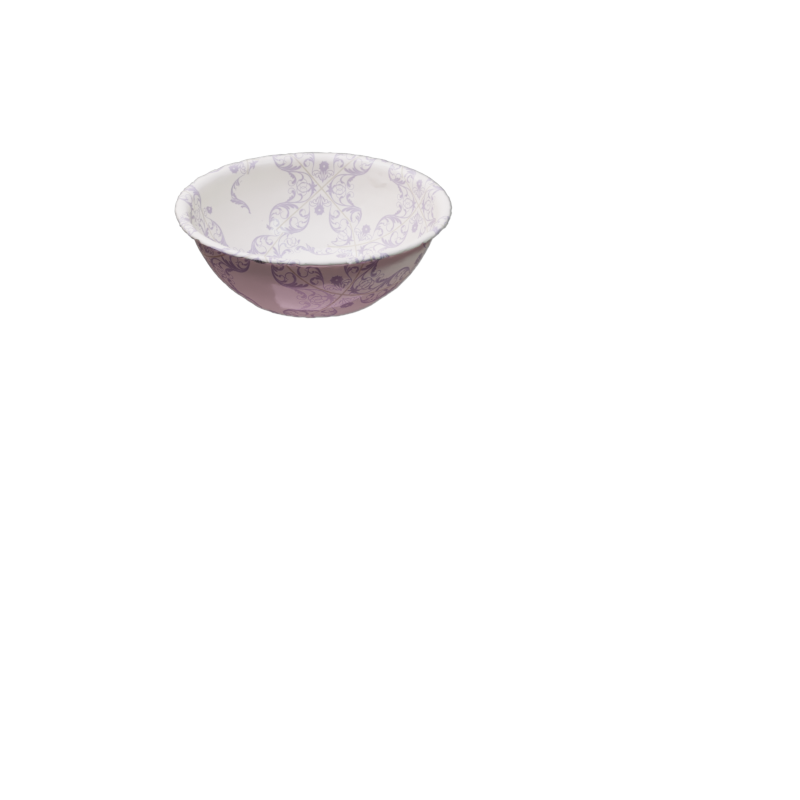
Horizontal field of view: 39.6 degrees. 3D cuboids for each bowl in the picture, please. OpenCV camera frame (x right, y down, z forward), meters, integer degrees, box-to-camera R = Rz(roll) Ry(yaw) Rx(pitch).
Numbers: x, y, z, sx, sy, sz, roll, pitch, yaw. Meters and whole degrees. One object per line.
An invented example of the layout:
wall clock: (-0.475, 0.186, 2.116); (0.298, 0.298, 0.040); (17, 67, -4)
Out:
bowl: (-0.052, -0.094, 0.660); (0.162, 0.052, 0.172); (-1, 31, -2)
